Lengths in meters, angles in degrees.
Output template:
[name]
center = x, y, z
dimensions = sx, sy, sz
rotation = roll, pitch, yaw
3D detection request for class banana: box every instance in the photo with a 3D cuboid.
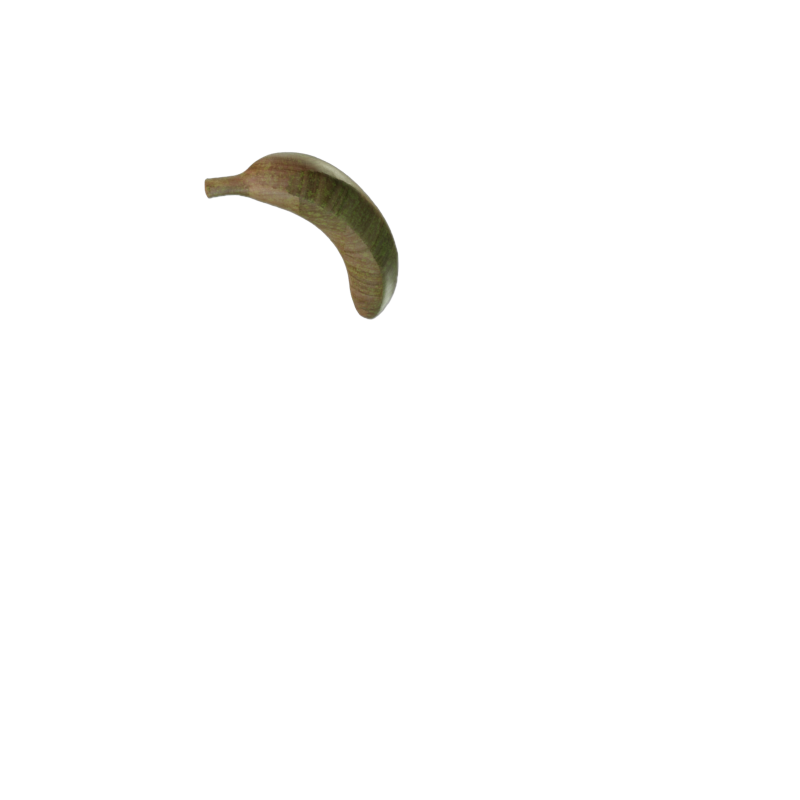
[banana]
center = -0.043, -0.111, 0.723
dimensions = 0.070, 0.039, 0.183
rotation = -17, -32, 27
